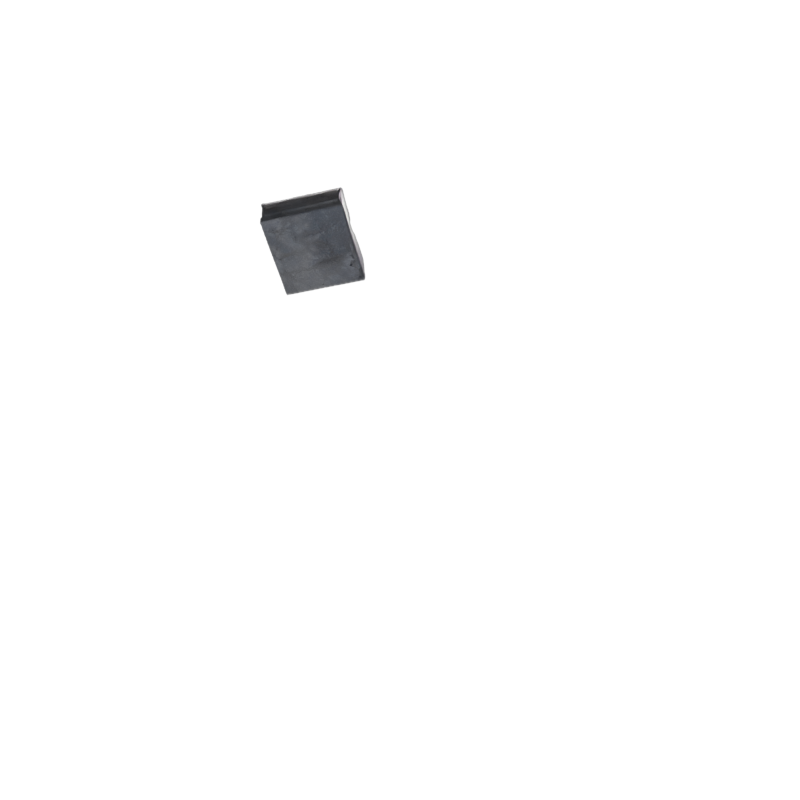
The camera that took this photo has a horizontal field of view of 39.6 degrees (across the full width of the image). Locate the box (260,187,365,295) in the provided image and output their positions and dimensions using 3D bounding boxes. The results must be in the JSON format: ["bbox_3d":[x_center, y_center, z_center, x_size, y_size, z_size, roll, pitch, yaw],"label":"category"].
[{"bbox_3d":[-0.076,-0.139,0.971,0.074,0.083,0.032,-11,40,8],"label":"box"}]
